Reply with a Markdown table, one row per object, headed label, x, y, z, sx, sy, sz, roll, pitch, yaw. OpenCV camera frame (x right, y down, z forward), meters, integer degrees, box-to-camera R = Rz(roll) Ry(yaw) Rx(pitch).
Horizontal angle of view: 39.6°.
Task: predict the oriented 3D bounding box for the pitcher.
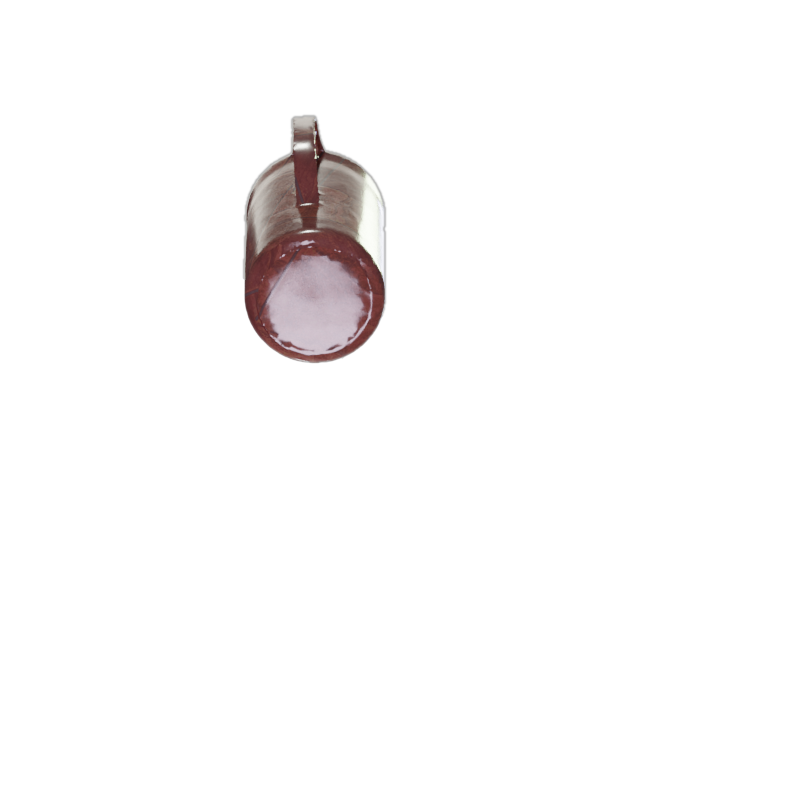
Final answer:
| label | x | y | z | sx | sy | sz | roll | pitch | yaw |
| --- | --- | --- | --- | --- | --- | --- | --- | --- | --- |
| pitcher | -0.074 | -0.135 | 0.946 | 0.144 | 0.143 | 0.255 | 39 | 15 | -17 |
